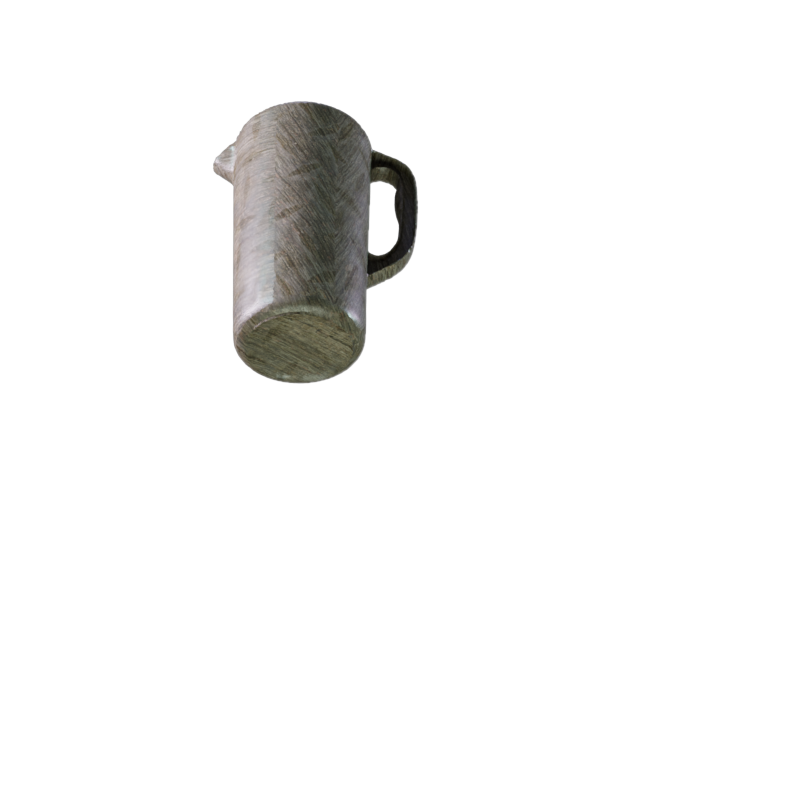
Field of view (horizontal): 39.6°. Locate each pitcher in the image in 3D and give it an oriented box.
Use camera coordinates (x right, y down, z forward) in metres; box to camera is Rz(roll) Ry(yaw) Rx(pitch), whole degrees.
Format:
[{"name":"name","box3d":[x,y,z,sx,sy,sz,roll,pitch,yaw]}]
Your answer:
[{"name":"pitcher","box3d":[-0.076,-0.139,0.975,0.149,0.261,0.135,-29,-47,28]}]
